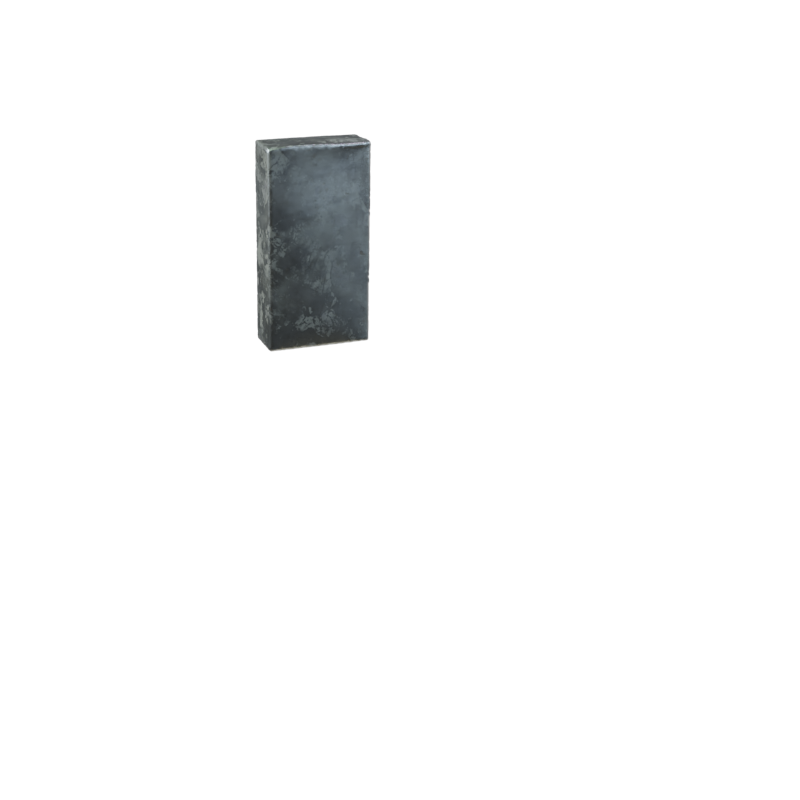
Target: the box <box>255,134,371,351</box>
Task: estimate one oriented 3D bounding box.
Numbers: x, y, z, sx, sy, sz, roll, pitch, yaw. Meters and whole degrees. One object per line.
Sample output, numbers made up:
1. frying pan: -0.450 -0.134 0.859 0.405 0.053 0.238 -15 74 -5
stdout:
1. box: -0.074 -0.135 0.944 0.091 0.169 0.051 -6 20 -20
